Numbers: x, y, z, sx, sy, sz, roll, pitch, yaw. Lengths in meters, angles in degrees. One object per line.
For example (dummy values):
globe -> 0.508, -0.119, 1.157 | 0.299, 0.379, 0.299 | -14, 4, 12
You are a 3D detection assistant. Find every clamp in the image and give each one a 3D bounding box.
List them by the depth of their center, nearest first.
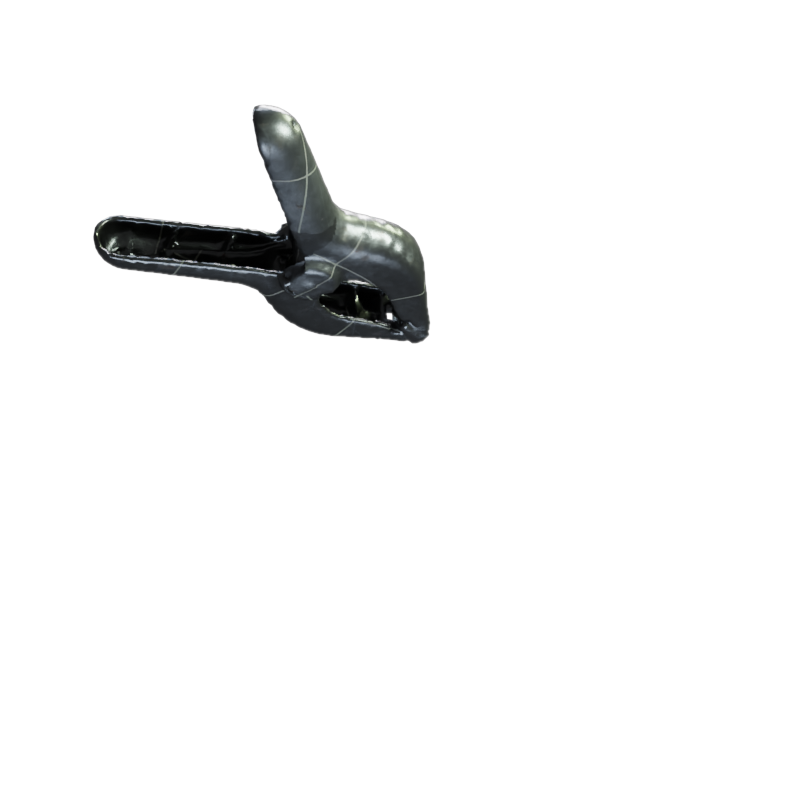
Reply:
clamp -> -0.040, -0.073, 0.510 | 0.162, 0.042, 0.120 | 17, -30, -34
